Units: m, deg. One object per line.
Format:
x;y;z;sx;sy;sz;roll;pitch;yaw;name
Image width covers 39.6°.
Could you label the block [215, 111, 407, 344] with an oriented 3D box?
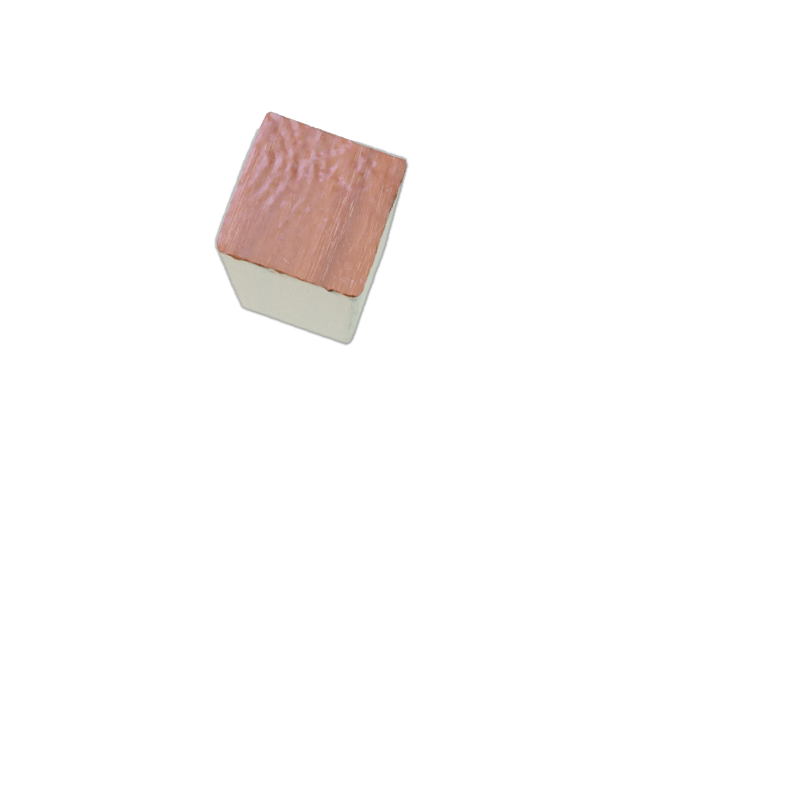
-0.058;-0.104;0.734;0.091;0.092;0.202;20;-7;-1;block
